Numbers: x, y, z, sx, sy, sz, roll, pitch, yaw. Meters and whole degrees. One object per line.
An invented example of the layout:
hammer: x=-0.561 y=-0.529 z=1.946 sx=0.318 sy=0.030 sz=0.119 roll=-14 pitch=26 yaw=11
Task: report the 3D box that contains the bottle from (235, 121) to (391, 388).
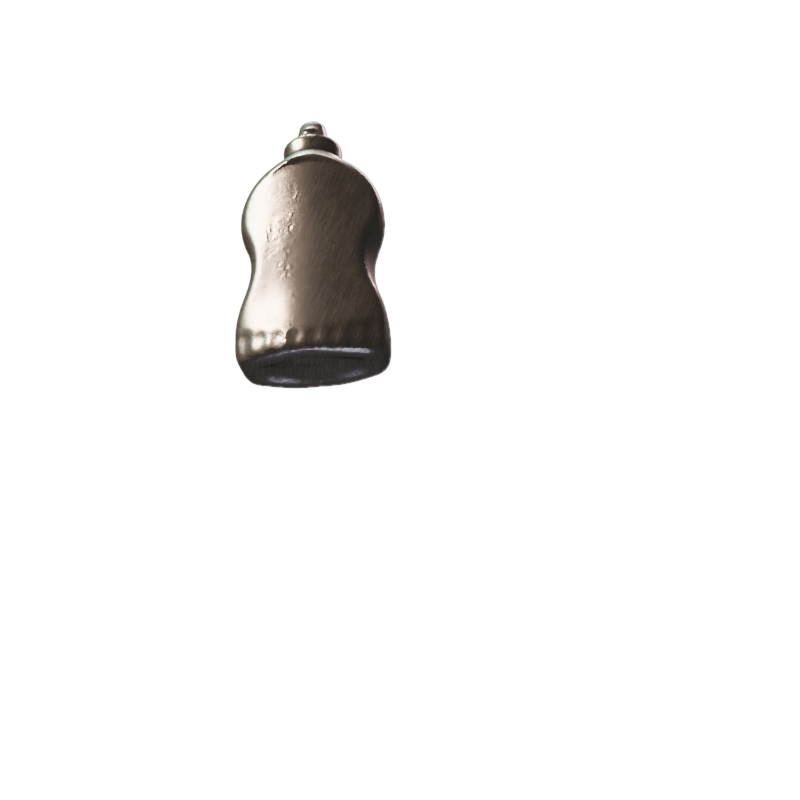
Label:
bottle: x=-0.058 y=-0.106 z=0.739 sx=0.097 sy=0.204 sz=0.054 roll=-8 pitch=-31 yaw=9
